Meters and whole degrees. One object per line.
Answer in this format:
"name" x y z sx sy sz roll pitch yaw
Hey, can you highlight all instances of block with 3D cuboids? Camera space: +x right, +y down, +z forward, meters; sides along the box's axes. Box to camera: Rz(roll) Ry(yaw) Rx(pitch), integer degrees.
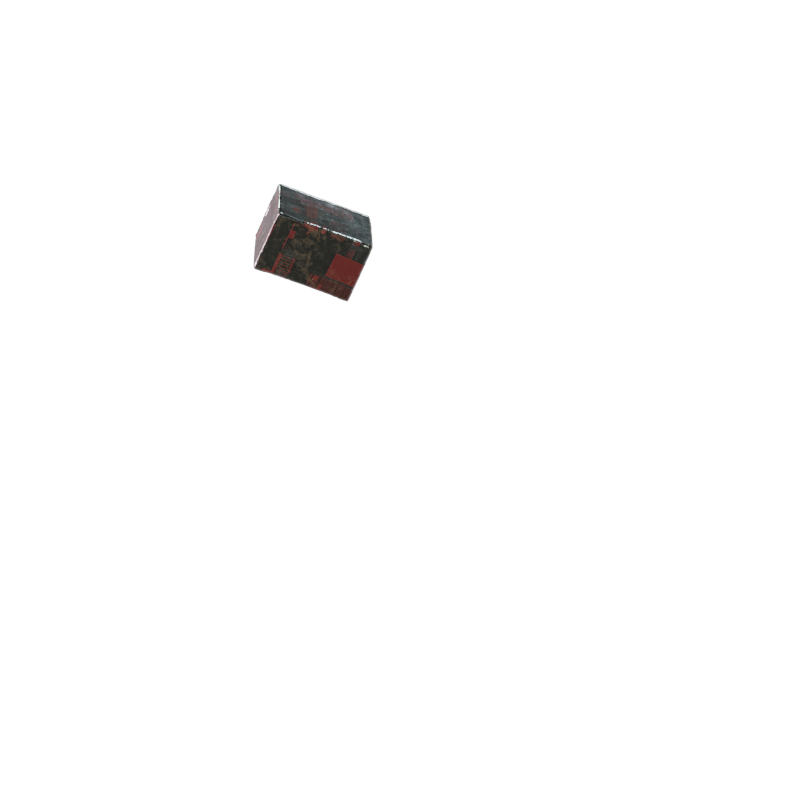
"block" -0.066 -0.120 0.841 0.076 0.051 0.054 20 29 -13
